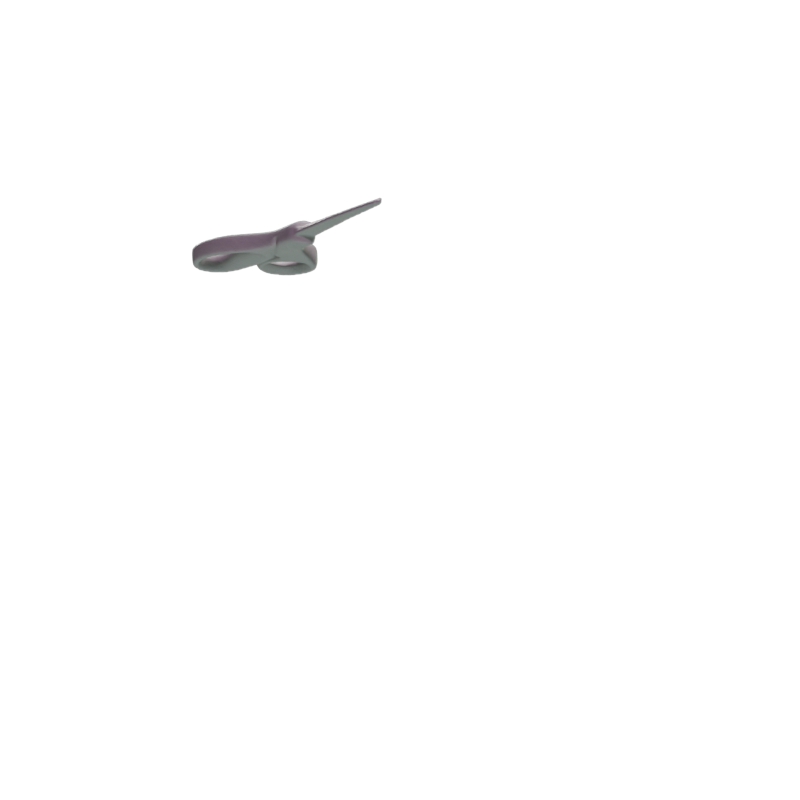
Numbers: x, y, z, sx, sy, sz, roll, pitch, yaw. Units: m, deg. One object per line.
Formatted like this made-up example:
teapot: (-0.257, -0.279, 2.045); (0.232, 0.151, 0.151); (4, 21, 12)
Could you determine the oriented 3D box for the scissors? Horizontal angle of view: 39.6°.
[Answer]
scissors: (-0.058, -0.105, 0.735); (0.207, 0.016, 0.091); (-5, -7, 43)
